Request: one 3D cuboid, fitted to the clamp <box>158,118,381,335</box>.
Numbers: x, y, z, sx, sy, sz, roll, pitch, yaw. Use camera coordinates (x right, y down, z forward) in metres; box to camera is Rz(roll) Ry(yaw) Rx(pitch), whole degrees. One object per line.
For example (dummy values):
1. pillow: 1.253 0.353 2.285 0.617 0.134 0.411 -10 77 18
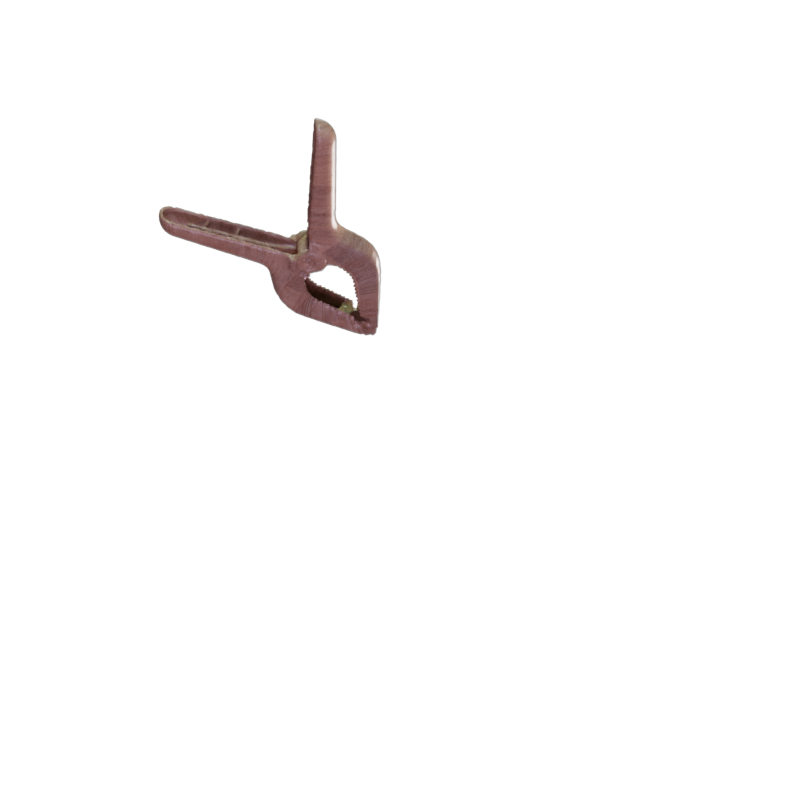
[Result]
1. clamp: -0.072 -0.131 0.920 0.164 0.039 0.197 -32 -56 25
